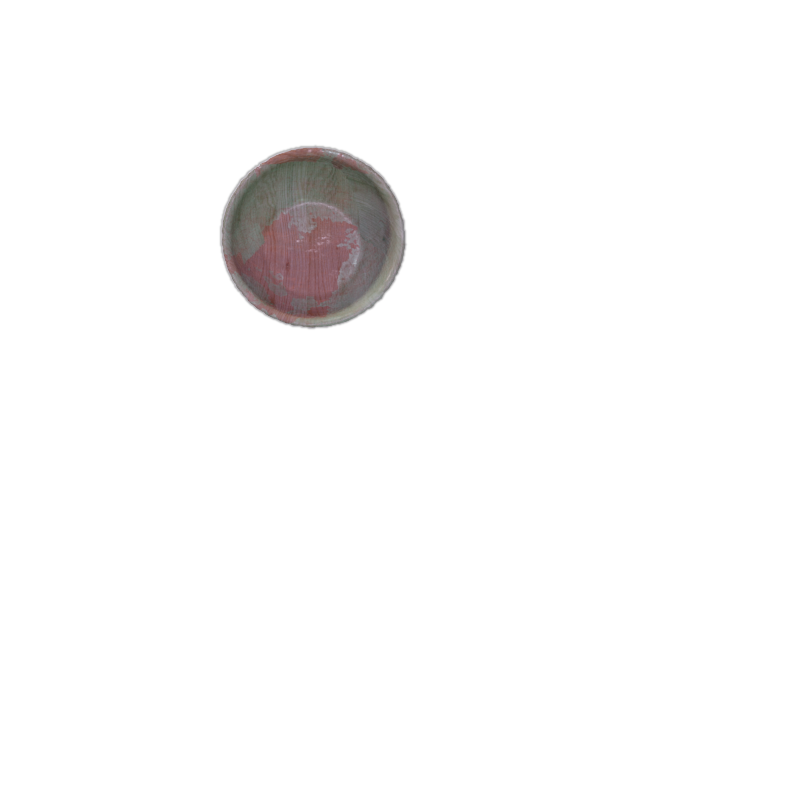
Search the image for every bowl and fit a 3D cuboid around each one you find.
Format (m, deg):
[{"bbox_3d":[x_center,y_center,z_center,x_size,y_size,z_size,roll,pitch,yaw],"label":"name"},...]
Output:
[{"bbox_3d":[-0.078,-0.142,0.992,0.162,0.167,0.054,0,-11,-1],"label":"bowl"}]
